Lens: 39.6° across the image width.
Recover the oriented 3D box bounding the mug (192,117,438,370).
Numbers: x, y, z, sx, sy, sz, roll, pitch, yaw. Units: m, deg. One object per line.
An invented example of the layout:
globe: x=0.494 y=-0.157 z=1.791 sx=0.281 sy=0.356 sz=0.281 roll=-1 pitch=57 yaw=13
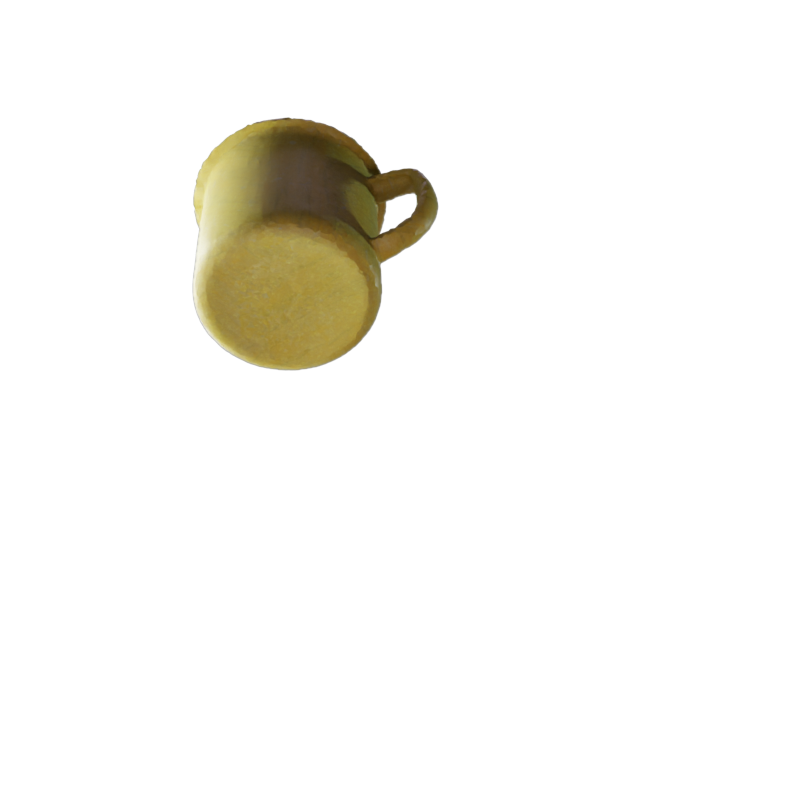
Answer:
mug: x=-0.039 y=-0.071 z=0.498 sx=0.118 sy=0.086 sz=0.087 roll=-16 pitch=36 yaw=10
